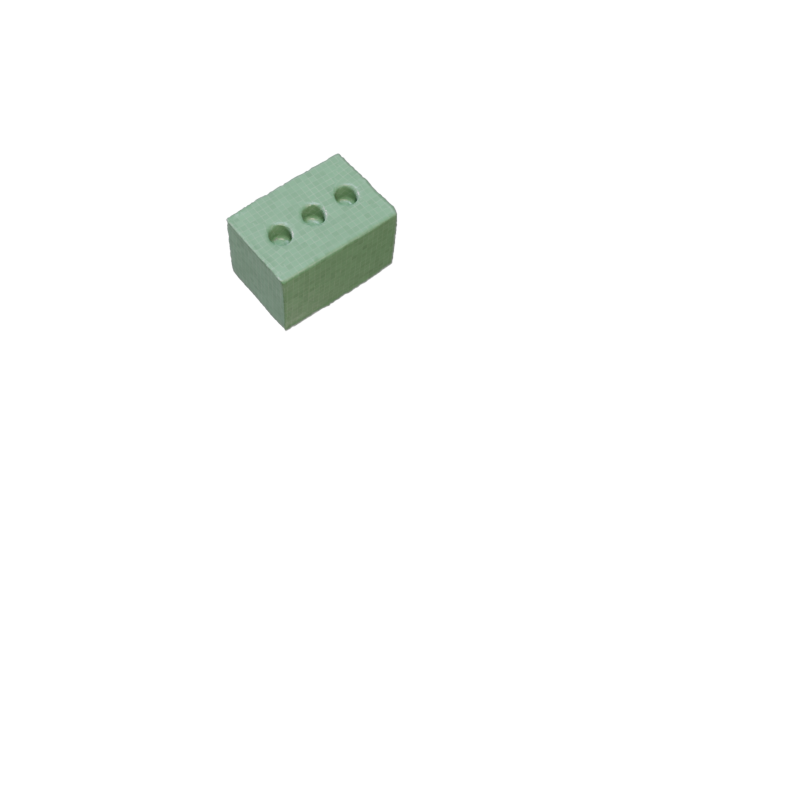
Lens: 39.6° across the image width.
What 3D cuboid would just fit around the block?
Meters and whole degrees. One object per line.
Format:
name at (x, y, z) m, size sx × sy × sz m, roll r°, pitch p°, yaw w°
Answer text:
block at (-0.047, -0.086, 0.603) m, size 0.078 × 0.056 × 0.048 m, roll -34°, pitch -25°, yaw -21°
